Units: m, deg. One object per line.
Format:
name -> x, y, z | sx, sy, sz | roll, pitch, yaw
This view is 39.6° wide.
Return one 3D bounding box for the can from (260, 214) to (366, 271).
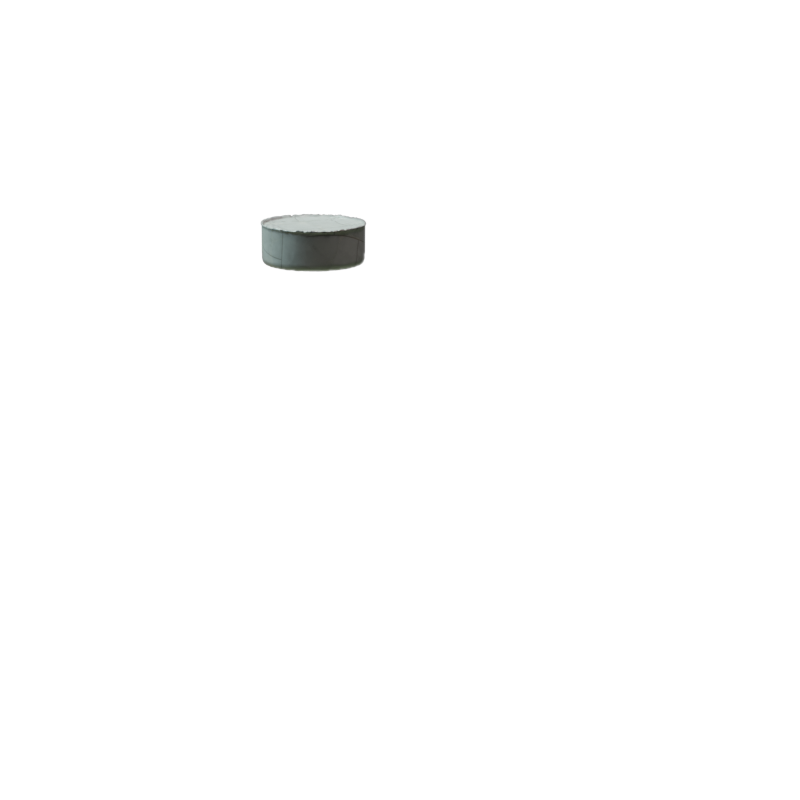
can -> -0.071, -0.129, 0.905 | 0.086, 0.032, 0.089 | -1, 17, -2
